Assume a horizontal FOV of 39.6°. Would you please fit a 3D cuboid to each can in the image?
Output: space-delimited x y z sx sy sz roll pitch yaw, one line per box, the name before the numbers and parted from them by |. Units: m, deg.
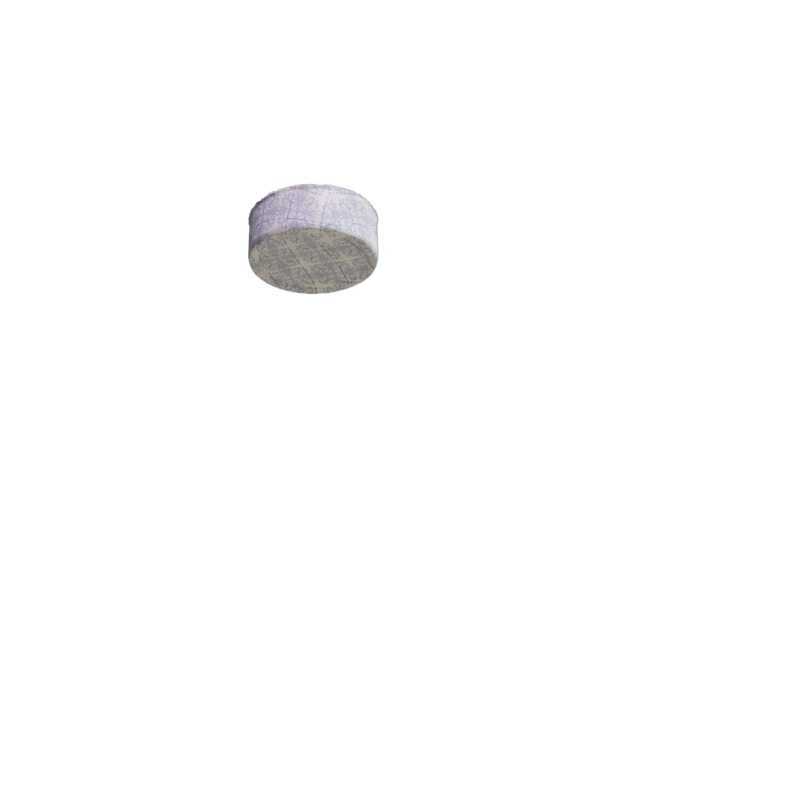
can | -0.057 -0.103 0.723 0.086 0.036 0.081 1 -26 -2
